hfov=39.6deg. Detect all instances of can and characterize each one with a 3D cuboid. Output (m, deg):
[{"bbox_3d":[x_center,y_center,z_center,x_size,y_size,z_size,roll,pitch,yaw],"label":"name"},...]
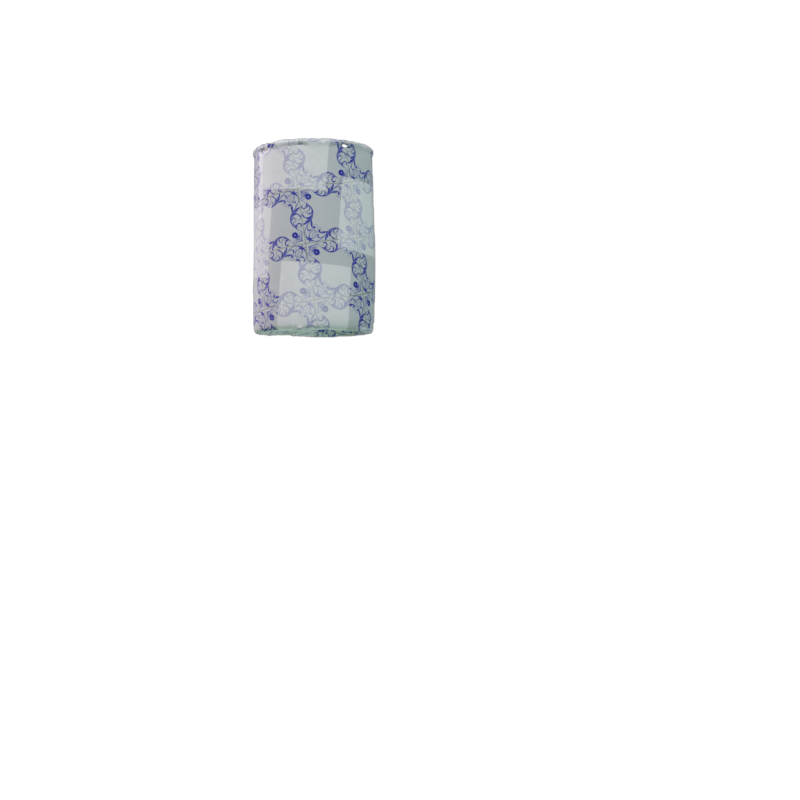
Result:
[{"bbox_3d":[-0.048,-0.088,0.615,0.068,0.104,0.067,0,-6,-2],"label":"can"}]
